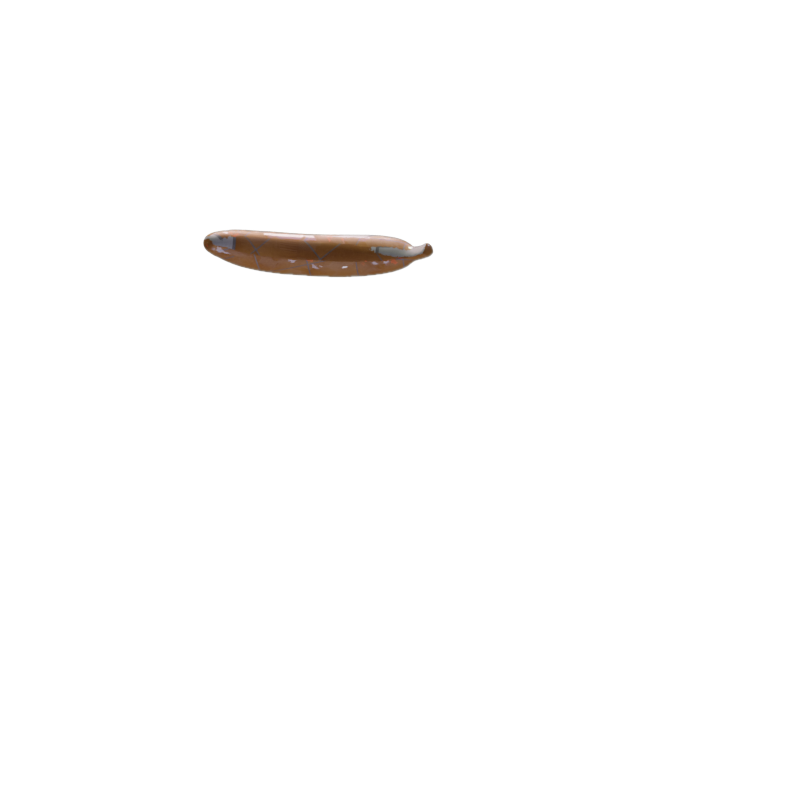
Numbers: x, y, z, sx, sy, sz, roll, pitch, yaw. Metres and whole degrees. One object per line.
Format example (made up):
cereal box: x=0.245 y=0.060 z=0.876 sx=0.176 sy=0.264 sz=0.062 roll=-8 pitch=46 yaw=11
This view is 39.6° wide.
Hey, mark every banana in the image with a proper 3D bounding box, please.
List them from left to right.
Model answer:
banana: x=-0.073 y=-0.133 z=0.984 sx=0.197 sy=0.038 sz=0.067 roll=0 pitch=-17 yaw=-1
